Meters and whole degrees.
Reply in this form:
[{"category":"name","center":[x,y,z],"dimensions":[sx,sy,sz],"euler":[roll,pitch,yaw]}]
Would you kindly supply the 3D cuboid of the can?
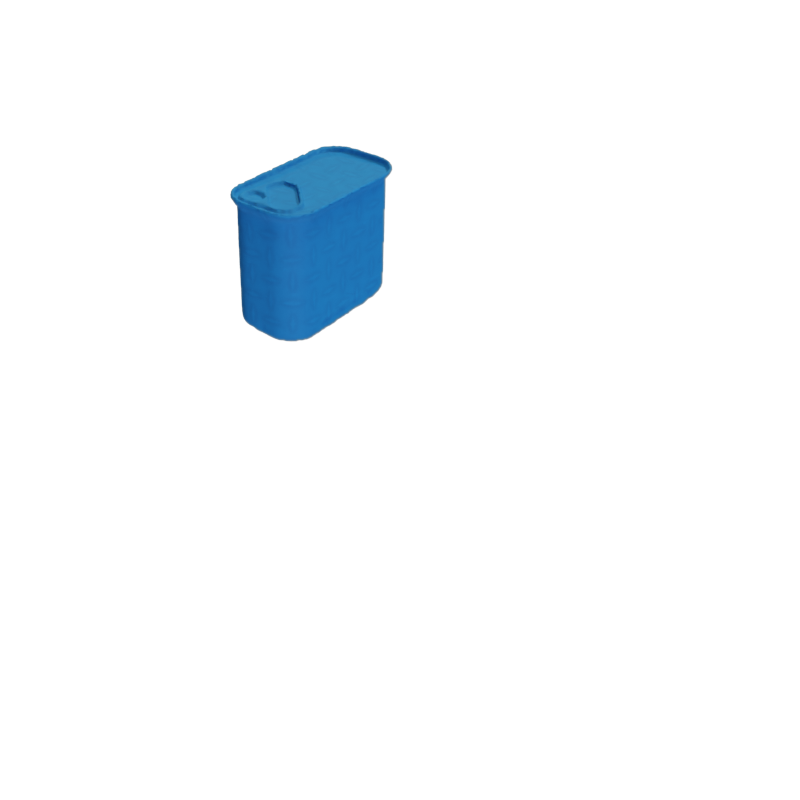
[{"category":"can","center":[-0.052,-0.094,0.662],"dimensions":[0.061,0.079,0.102],"euler":[22,37,30]}]
